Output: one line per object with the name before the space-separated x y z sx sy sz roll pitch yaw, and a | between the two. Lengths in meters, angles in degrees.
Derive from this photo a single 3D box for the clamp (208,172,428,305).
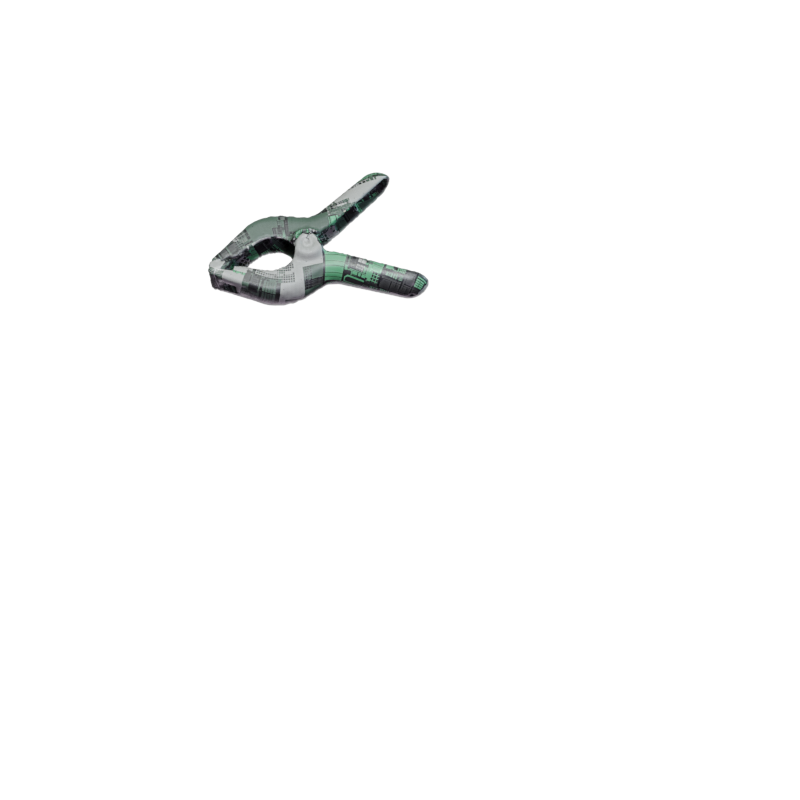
clamp | -0.070 -0.128 0.897 0.170 0.129 0.037 -5 -37 -4
